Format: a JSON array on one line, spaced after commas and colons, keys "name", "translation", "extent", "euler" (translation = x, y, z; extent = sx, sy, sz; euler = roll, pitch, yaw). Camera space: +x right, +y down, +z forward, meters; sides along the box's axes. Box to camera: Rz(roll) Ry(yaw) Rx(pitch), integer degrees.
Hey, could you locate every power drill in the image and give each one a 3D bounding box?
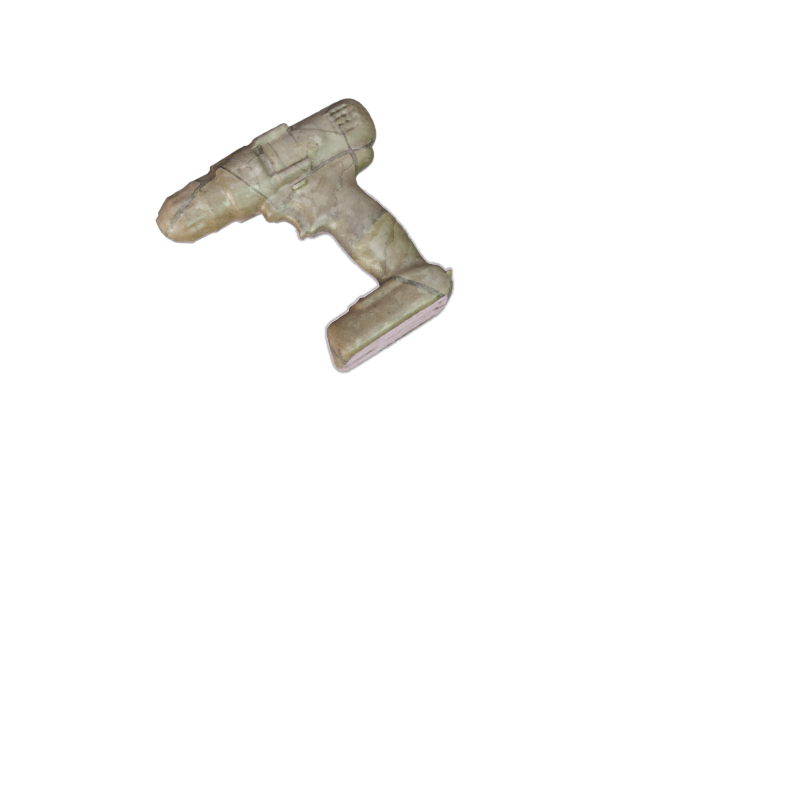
[{"name": "power drill", "translation": [-0.065, -0.118, 0.825], "extent": [0.184, 0.196, 0.055], "euler": [-31, -16, -10]}]
